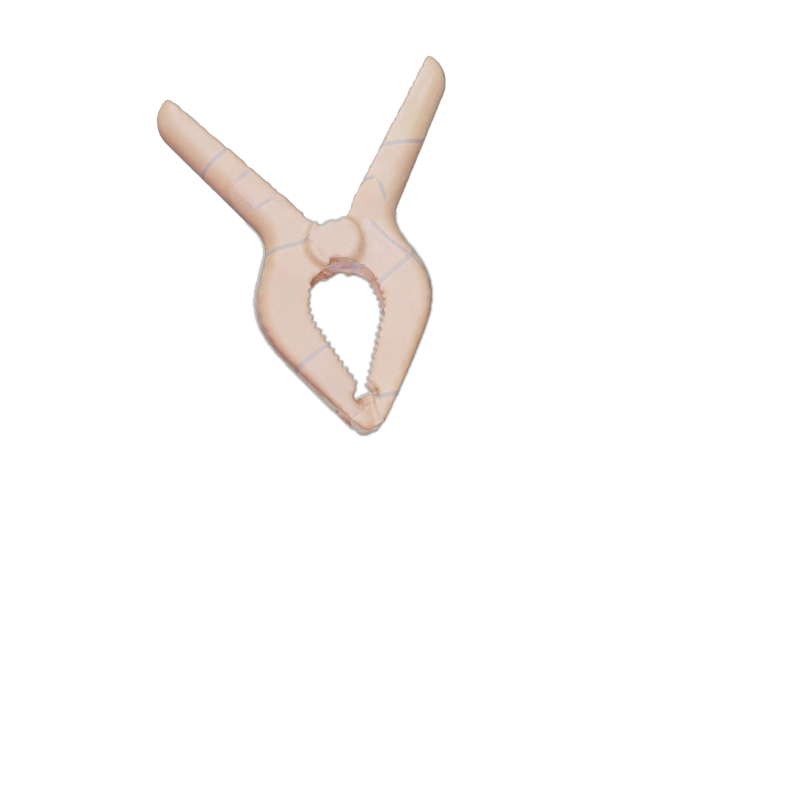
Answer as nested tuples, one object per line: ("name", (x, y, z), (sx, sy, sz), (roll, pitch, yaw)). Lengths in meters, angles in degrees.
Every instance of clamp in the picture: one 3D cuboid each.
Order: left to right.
("clamp", (-0.047, -0.086, 0.603), (0.164, 0.219, 0.035), (-5, -16, -2))
